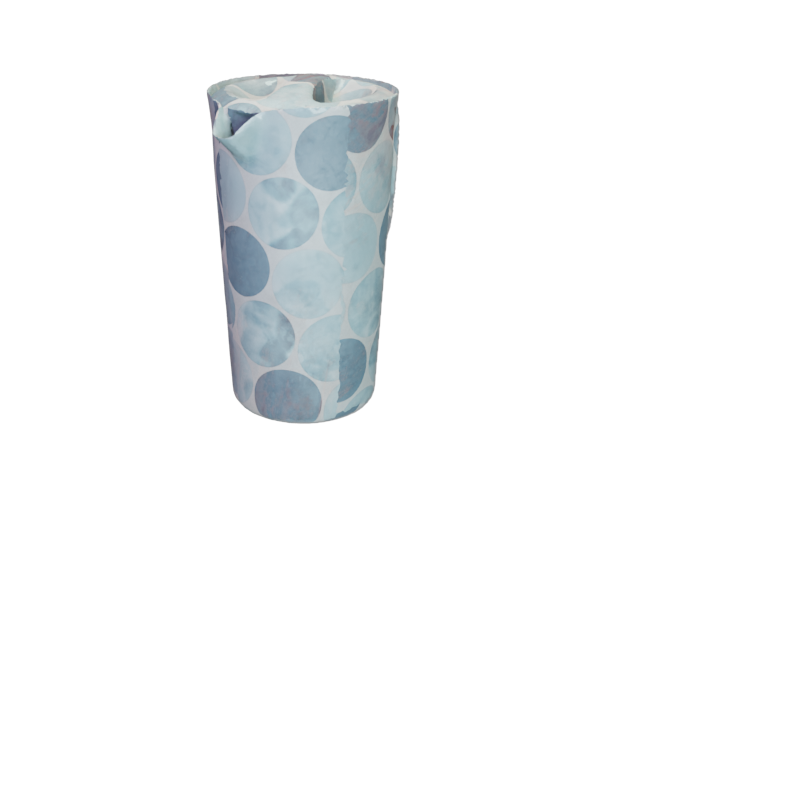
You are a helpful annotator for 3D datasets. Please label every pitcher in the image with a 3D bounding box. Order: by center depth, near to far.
[{"bbox_3d":[-0.064,-0.116,0.812,0.148,0.232,0.153,-3,22,-9],"label":"pitcher"}]
